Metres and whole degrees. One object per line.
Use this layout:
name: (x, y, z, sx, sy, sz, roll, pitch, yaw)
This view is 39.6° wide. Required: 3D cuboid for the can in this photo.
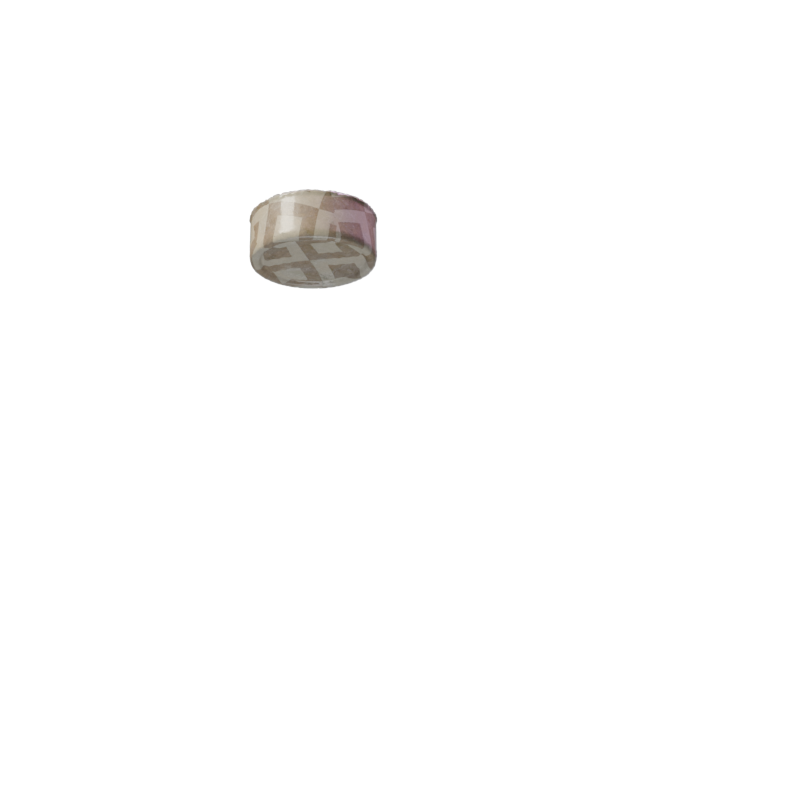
can: (-0.058, -0.106, 0.739, 0.086, 0.035, 0.082, 0, -20, -2)
